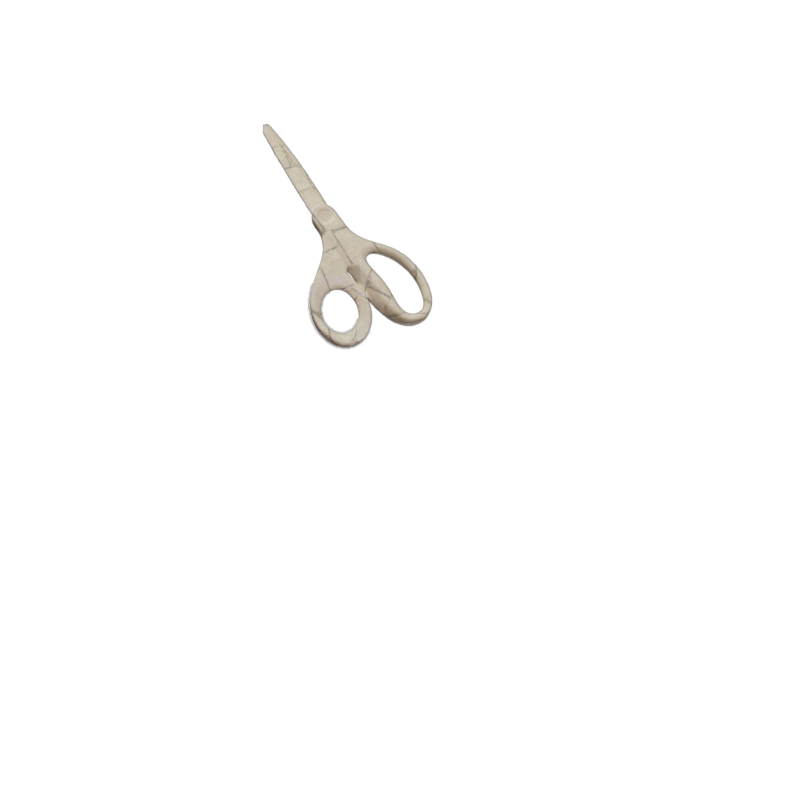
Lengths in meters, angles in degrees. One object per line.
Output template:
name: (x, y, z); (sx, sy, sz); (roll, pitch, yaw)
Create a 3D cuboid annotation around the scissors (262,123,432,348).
scissors: (-0.065, -0.118, 0.825); (0.097, 0.211, 0.015); (-42, -19, -18)
